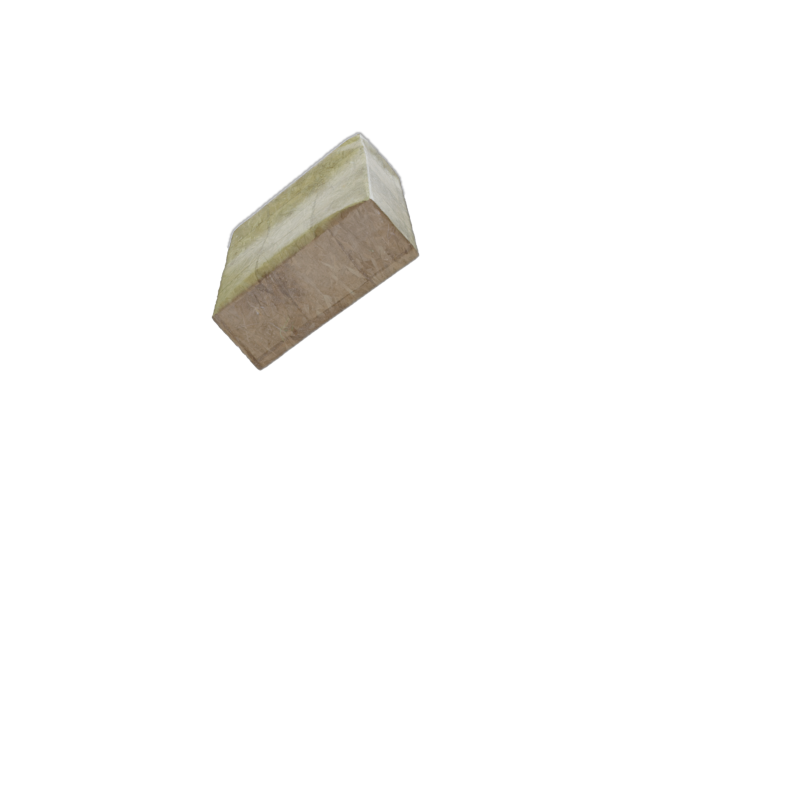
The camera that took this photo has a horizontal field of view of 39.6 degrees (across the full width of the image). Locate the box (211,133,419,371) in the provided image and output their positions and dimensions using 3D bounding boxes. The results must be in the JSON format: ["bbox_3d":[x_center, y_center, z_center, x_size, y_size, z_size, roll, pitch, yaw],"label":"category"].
[{"bbox_3d":[-0.076,-0.138,0.967,0.163,0.068,0.225,-35,23,13],"label":"box"}]
